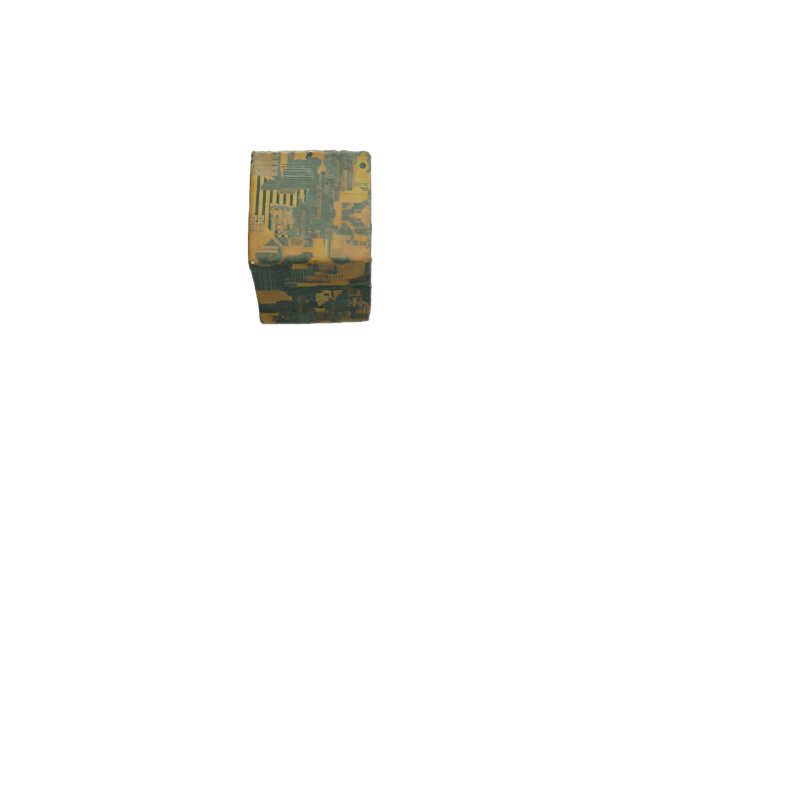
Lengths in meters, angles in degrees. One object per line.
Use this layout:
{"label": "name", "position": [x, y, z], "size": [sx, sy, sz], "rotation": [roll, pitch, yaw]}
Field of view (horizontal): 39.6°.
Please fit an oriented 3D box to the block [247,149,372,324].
{"label": "block", "position": [-0.038, -0.070, 0.491], "size": [0.053, 0.054, 0.074], "rotation": [0, -18, -2]}
